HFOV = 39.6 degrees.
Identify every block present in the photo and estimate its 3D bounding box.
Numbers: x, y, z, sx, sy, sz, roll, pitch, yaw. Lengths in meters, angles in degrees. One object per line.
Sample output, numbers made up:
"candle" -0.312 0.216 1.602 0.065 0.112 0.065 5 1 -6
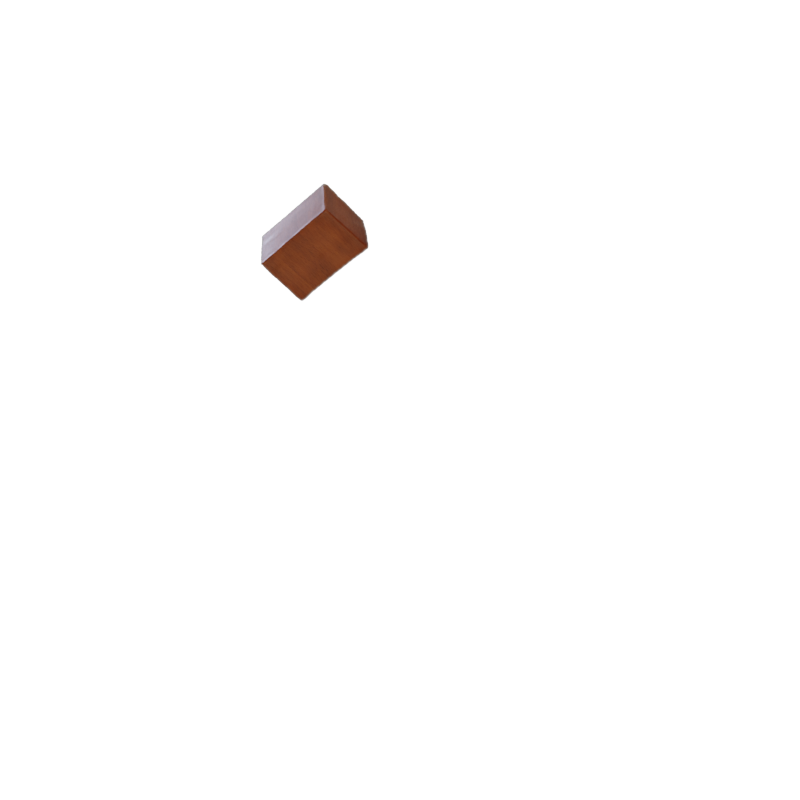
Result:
"block" -0.074 -0.134 0.942 0.077 0.050 0.055 -37 27 20
